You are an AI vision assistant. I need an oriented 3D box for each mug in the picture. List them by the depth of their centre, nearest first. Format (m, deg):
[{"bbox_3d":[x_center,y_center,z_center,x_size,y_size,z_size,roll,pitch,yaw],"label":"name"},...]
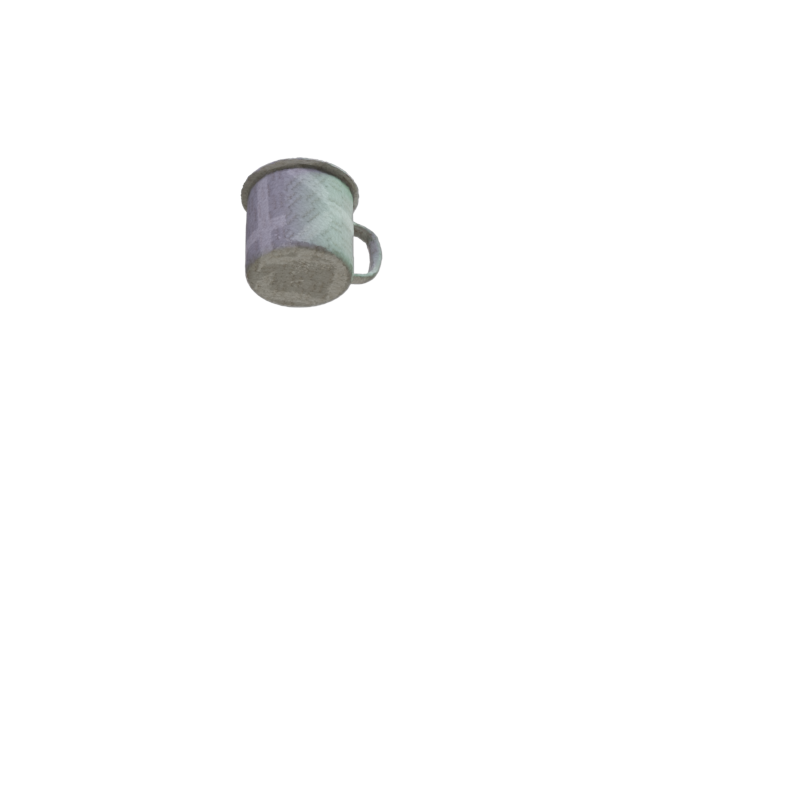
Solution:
[{"bbox_3d":[-0.066,-0.121,0.849,0.112,0.087,0.091,17,-37,-26],"label":"mug"}]
